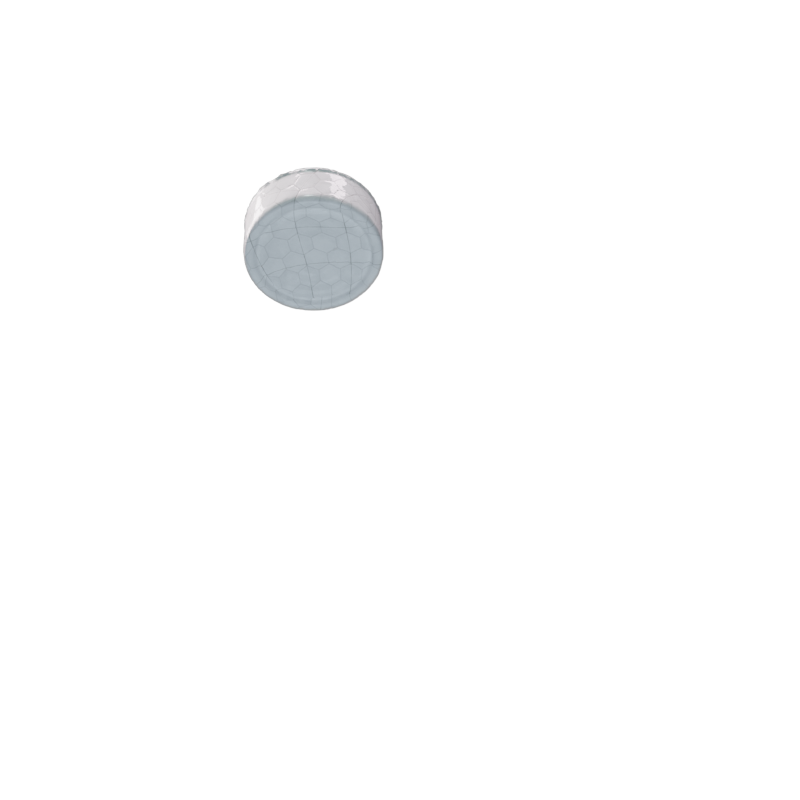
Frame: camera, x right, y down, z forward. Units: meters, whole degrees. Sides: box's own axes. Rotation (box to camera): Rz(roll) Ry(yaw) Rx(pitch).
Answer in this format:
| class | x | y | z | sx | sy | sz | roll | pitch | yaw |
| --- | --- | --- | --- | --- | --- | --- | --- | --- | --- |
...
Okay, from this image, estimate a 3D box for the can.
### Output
| class | x | y | z | sx | sy | sz | roll | pitch | yaw |
| --- | --- | --- | --- | --- | --- | --- | --- | --- | --- |
| can | -0.053 | -0.096 | 0.674 | 0.086 | 0.080 | 0.036 | 1 | 38 | -1 |
